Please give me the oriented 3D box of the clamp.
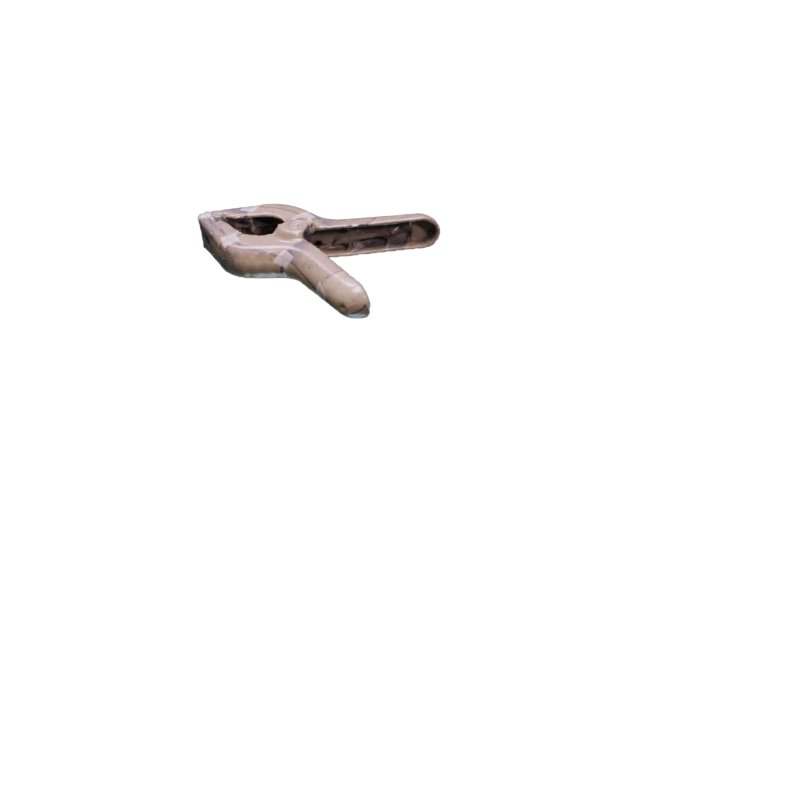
[{"bbox_3d":[-0.061,-0.111,0.778,0.181,0.037,0.120,22,37,31],"label":"clamp"}]
